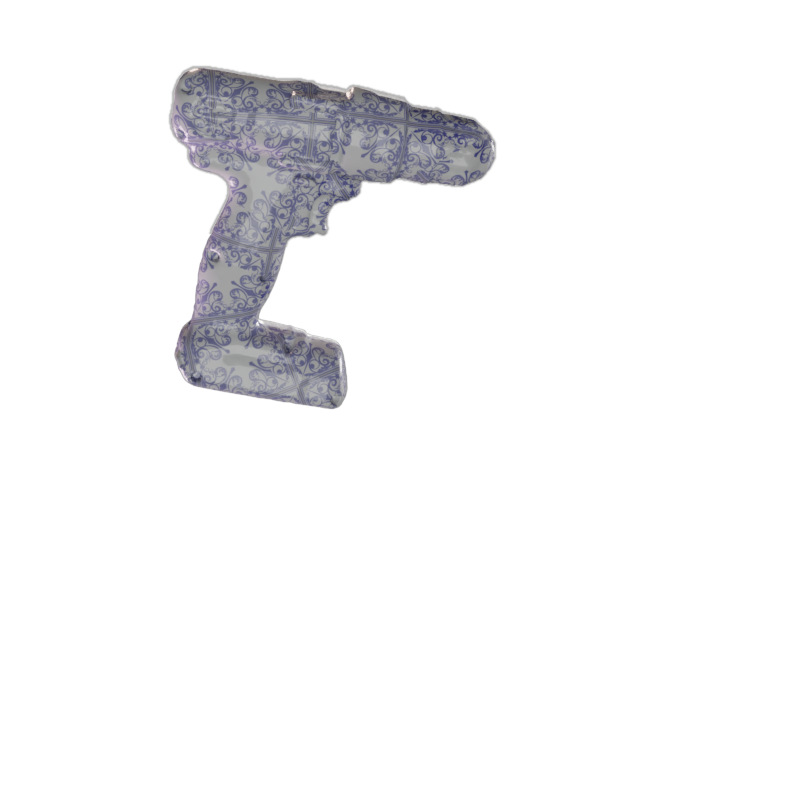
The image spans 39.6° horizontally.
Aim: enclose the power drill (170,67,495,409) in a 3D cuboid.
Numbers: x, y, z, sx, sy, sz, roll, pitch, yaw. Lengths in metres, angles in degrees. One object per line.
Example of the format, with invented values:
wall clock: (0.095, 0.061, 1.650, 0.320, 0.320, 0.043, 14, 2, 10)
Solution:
power drill: (-0.051, -0.092, 0.646, 0.183, 0.181, 0.060, 11, 17, -4)
